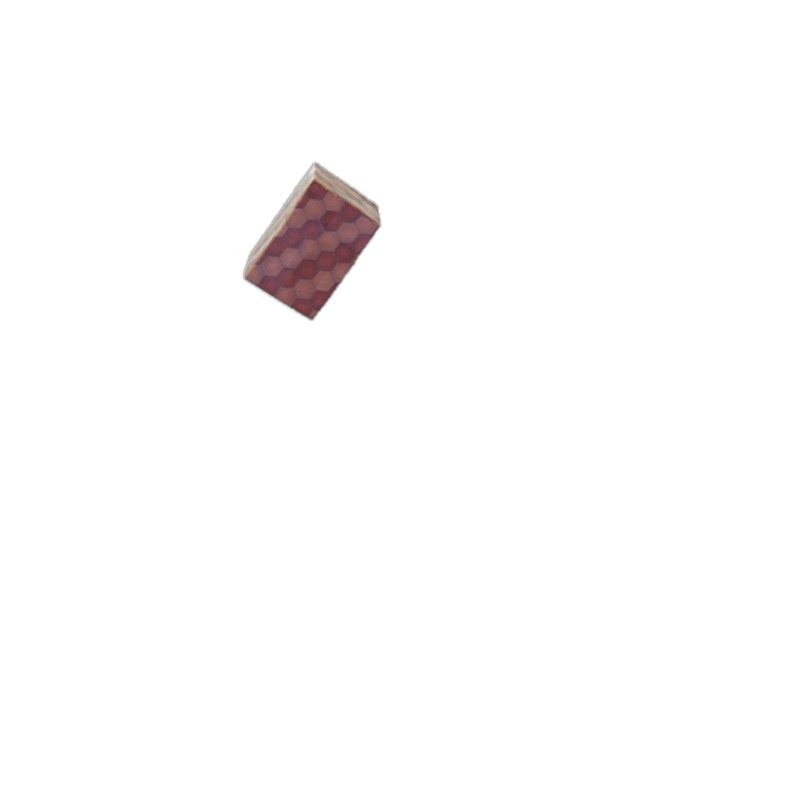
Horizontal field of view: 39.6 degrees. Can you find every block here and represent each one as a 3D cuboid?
[{"bbox_3d":[-0.055,-0.100,0.702,0.051,0.077,0.053,34,13,-13],"label":"block"}]
